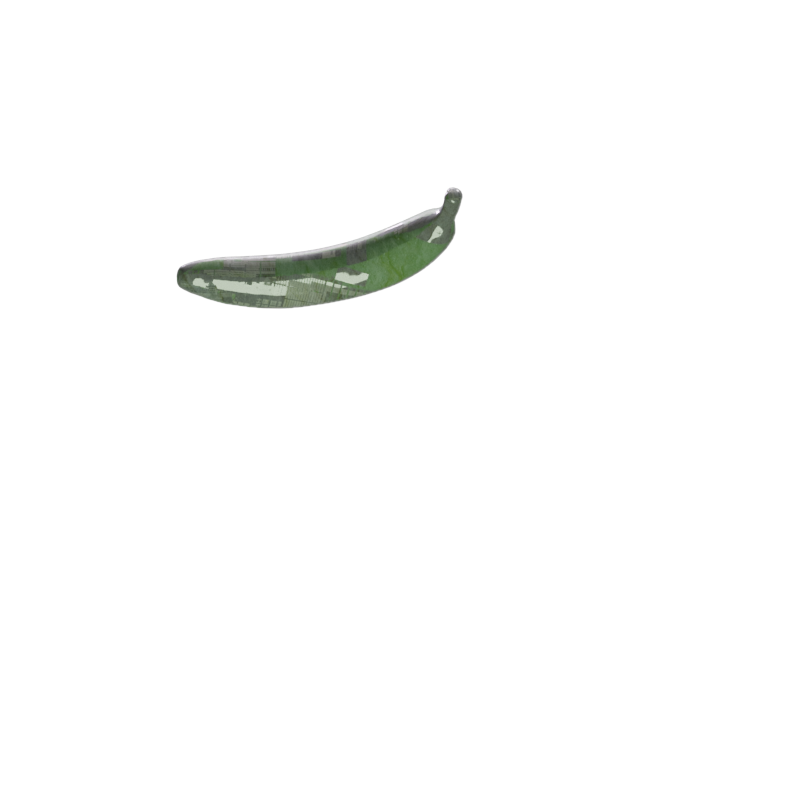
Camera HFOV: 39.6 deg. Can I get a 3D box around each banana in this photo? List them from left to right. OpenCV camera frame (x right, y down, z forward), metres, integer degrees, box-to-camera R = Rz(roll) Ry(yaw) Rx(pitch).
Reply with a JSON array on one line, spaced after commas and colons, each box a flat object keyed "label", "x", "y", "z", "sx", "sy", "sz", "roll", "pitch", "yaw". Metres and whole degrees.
[{"label": "banana", "x": -0.046, "y": -0.092, "z": 0.725, "sx": 0.199, "sy": 0.039, "sz": 0.064, "roll": -15, "pitch": -45, "yaw": 15}]
